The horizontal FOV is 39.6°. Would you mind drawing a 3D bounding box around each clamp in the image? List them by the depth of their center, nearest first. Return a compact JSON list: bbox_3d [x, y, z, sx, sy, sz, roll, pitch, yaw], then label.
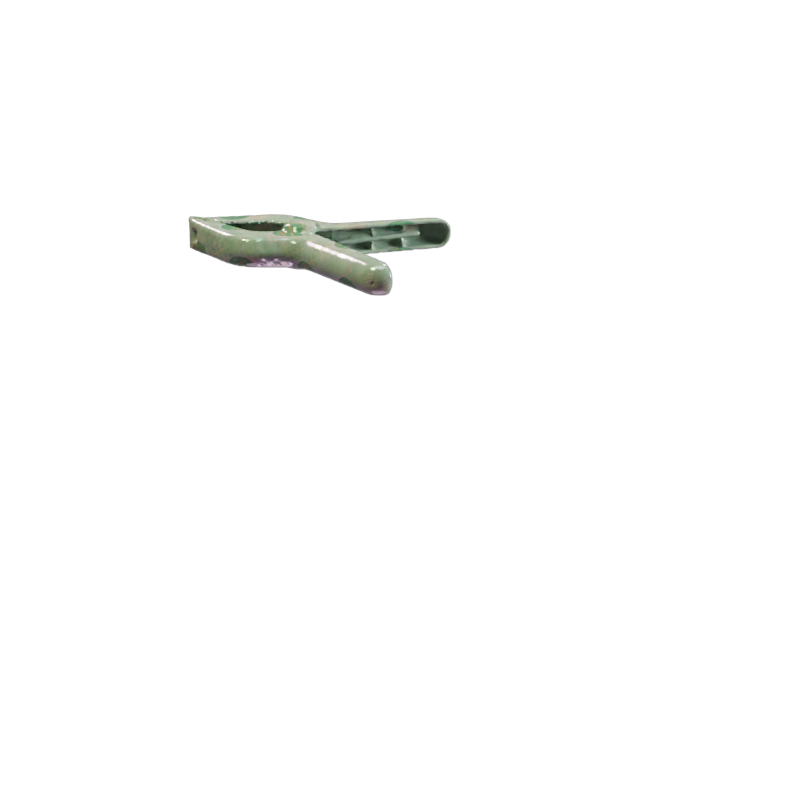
[{"bbox_3d":[-0.070,-0.127,0.892,0.219,0.035,0.164,11,23,26],"label":"clamp"}]
